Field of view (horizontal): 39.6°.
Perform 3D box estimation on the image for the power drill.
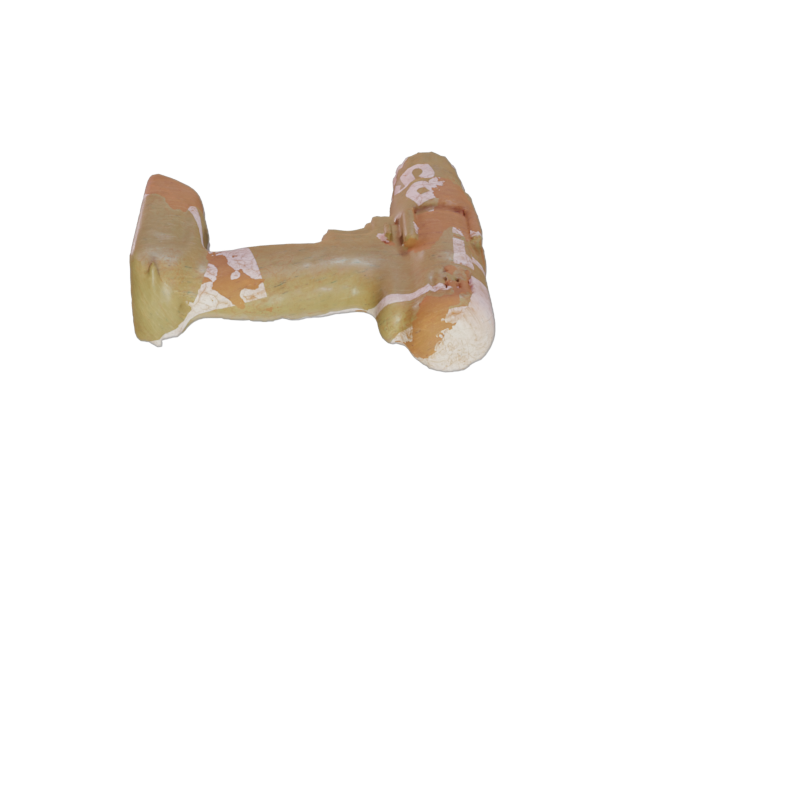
[{"bbox_3d":[-0.047,-0.087,0.606,0.187,0.054,0.197,-1,35,-2],"label":"power drill"}]
